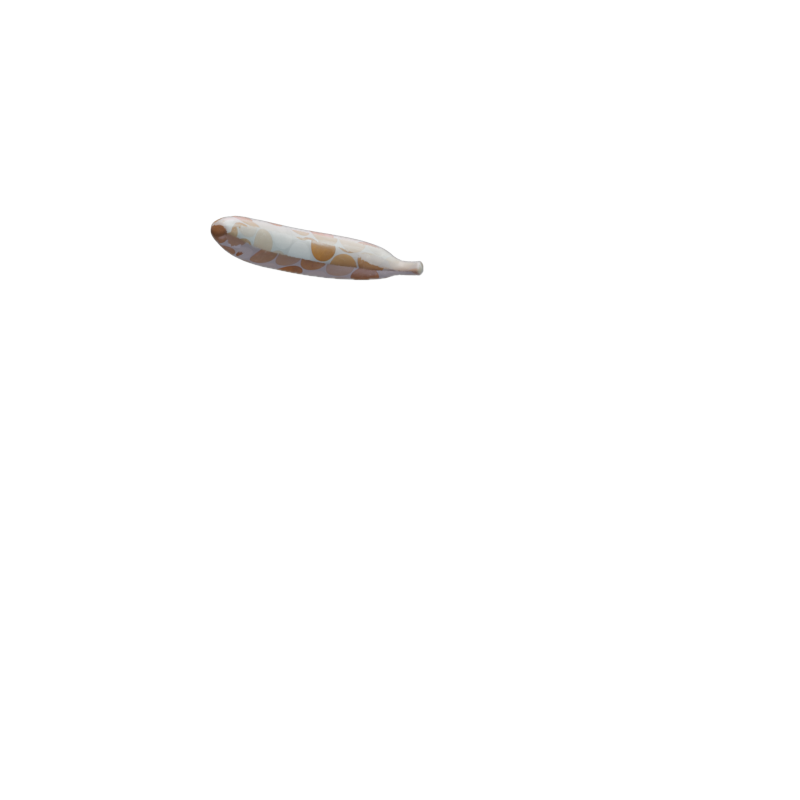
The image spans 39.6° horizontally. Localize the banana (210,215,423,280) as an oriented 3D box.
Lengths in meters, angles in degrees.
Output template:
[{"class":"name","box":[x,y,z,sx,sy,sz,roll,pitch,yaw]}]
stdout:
[{"class":"banana","box":[-0.078,-0.127,0.921,0.190,0.038,0.070,5,-11,-31]}]
